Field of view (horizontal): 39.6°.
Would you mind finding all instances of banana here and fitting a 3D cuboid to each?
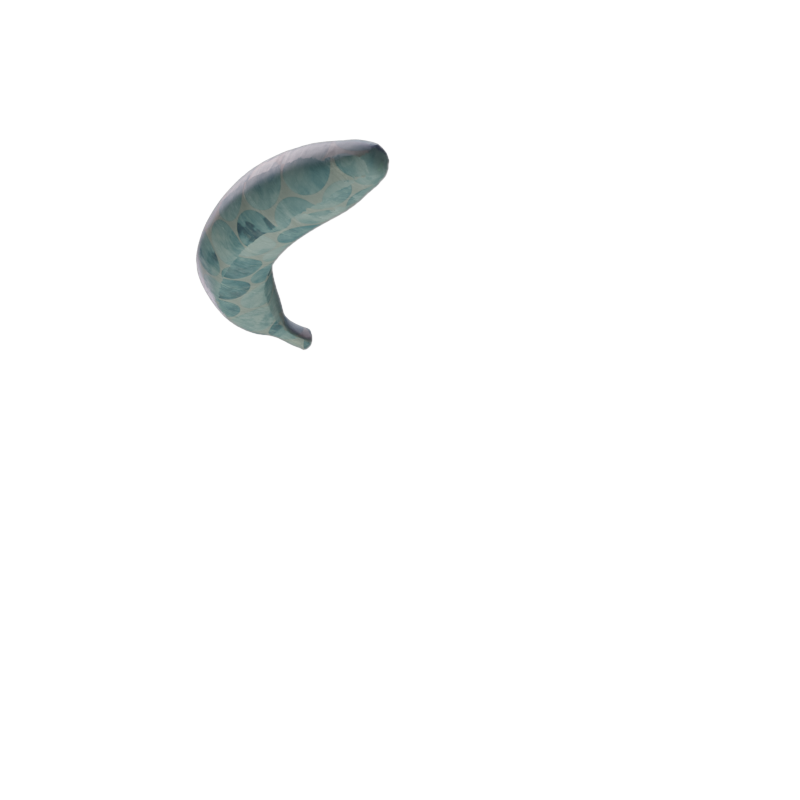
[{"bbox_3d":[-0.060,-0.074,0.523,0.068,0.039,0.191,4,-19,-13],"label":"banana"}]
